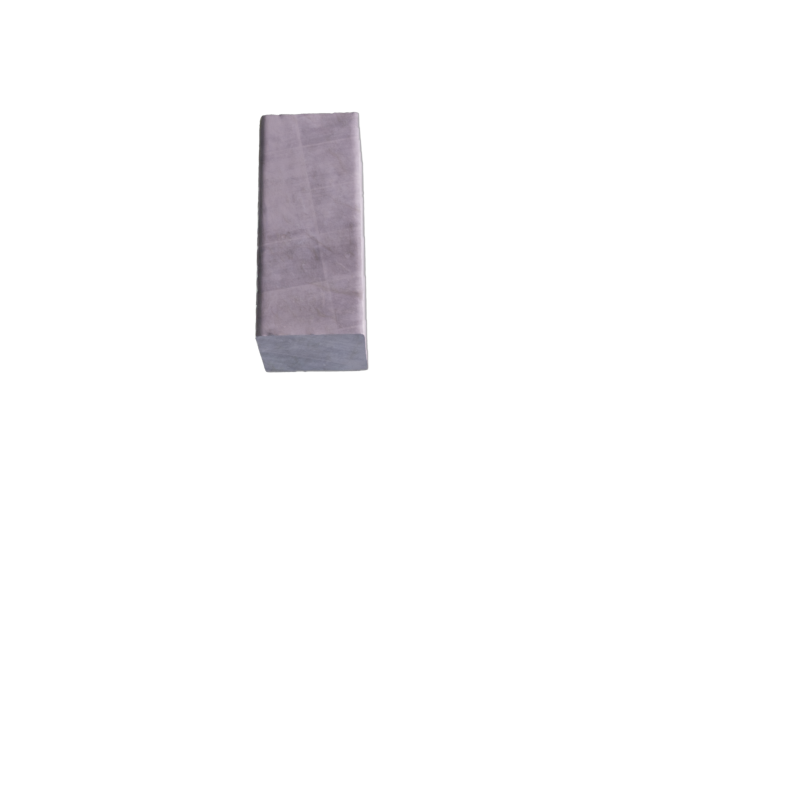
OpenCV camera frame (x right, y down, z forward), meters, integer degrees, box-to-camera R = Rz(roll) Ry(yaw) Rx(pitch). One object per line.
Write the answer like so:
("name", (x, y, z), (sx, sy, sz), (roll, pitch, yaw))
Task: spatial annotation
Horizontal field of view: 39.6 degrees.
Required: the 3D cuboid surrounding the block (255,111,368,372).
("block", (-0.075, -0.136, 0.956), (0.090, 0.218, 0.086), (-2, -24, 1))
